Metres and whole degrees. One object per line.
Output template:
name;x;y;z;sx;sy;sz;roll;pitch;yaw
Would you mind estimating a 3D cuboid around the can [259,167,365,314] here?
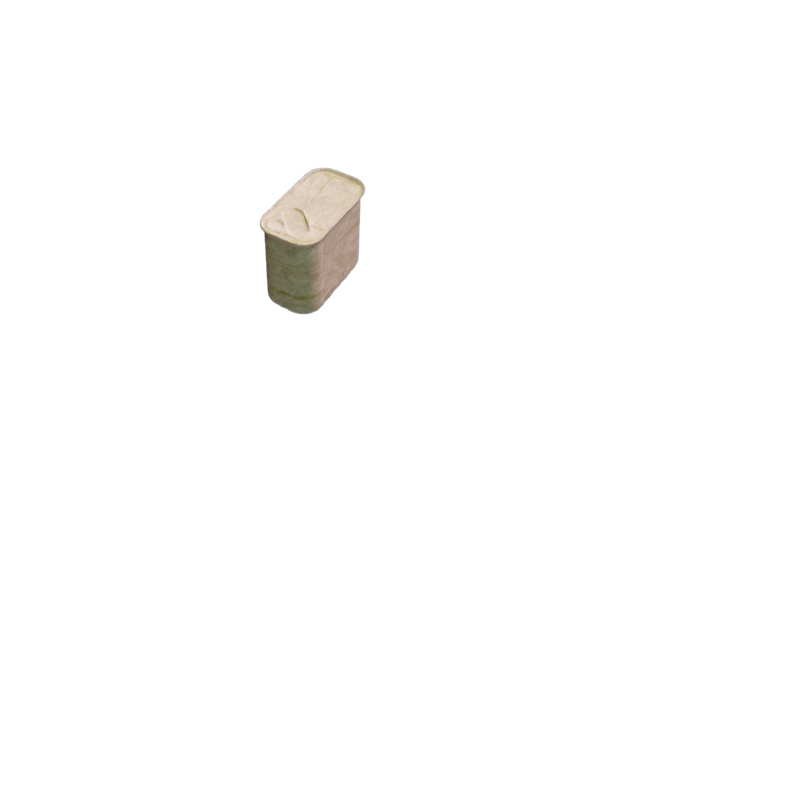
can;-0.075;-0.136;0.954;0.060;0.078;0.105;22;48;19
